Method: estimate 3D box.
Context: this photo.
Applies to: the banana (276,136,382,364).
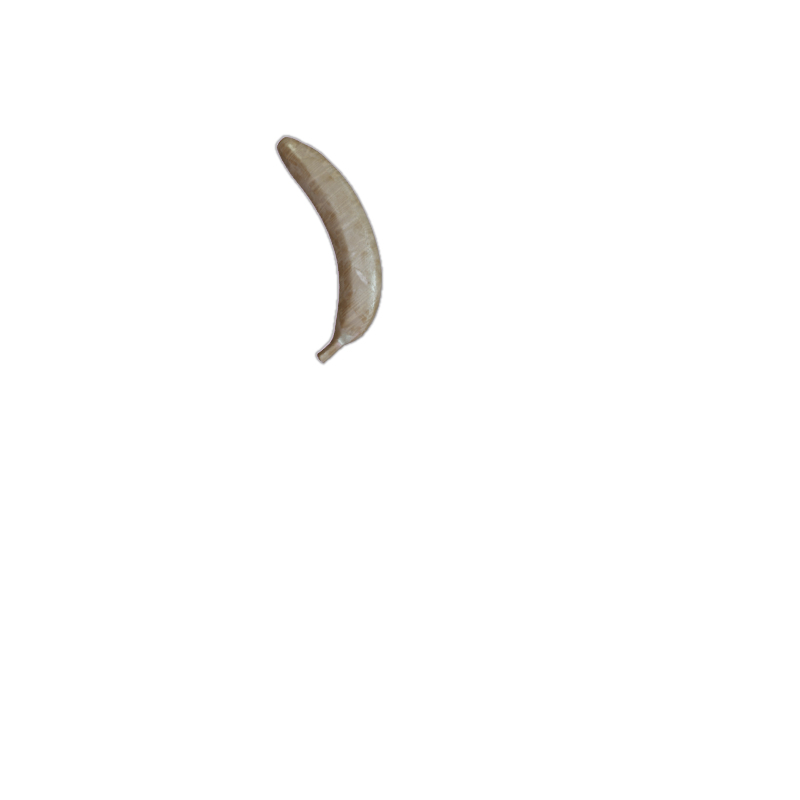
[{"bbox_3d":[-0.055,-0.134,0.942,0.069,0.202,0.036,-11,-7,-2],"label":"banana"}]
